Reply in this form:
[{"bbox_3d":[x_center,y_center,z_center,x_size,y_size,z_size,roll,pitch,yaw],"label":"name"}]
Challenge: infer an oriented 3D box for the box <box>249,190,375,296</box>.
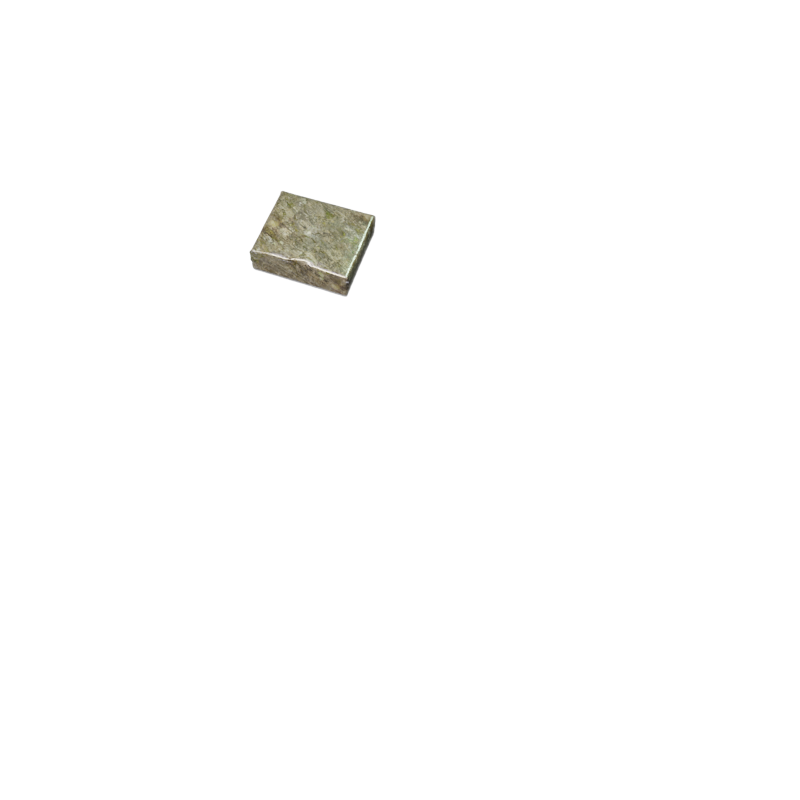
[{"bbox_3d":[-0.075,-0.136,0.951,0.091,0.076,0.028,17,-34,11],"label":"box"}]
